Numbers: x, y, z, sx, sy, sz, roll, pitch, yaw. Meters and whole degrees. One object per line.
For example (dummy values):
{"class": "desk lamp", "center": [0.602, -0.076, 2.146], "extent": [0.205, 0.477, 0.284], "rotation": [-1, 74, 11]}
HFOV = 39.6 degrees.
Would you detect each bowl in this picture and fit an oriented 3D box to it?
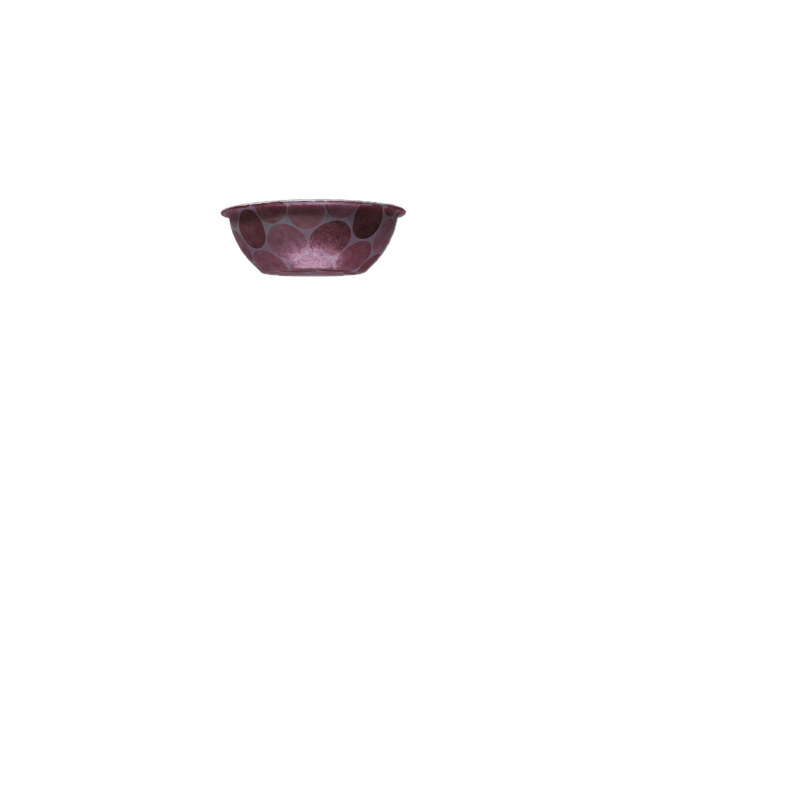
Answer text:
{"class": "bowl", "center": [-0.075, -0.138, 0.963], "extent": [0.162, 0.055, 0.161], "rotation": [0, 1, -2]}
